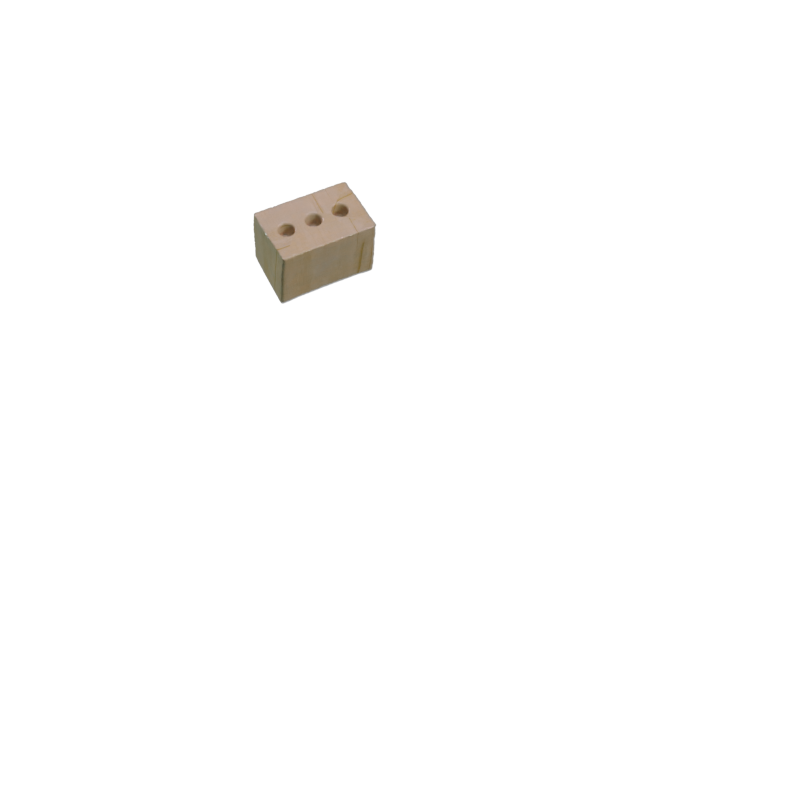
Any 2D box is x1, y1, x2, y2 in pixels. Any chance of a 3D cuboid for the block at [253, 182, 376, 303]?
[{"bbox_3d":[-0.065,-0.118,0.828,0.077,0.057,0.048,-23,-33,-17],"label":"block"}]
